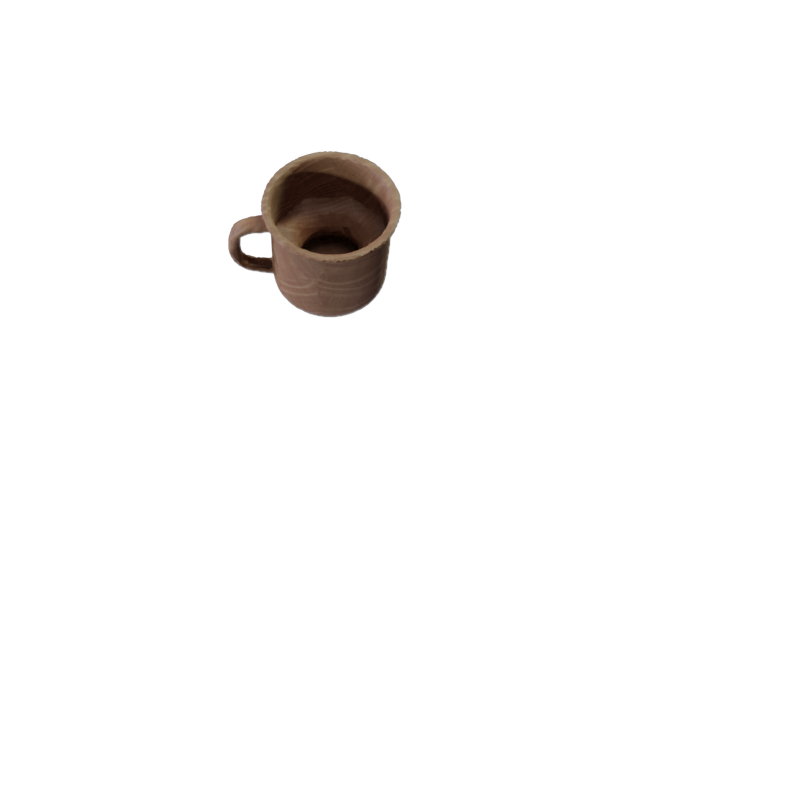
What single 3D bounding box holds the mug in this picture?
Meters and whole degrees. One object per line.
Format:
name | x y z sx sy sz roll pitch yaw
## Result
mug | -0.060 -0.109 0.764 0.116 0.100 0.076 -8 -32 -6
